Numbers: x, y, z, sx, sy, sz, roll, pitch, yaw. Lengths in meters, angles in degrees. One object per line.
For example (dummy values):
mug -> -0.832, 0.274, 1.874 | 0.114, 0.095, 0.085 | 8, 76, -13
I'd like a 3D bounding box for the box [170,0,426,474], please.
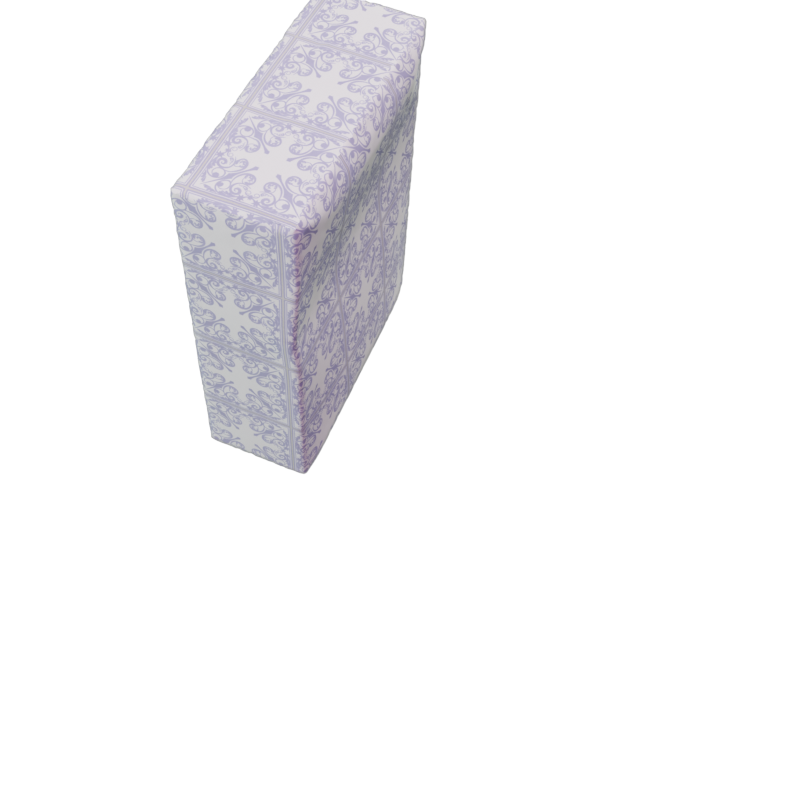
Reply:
box -> -0.047, -0.086, 0.605 | 0.074, 0.171, 0.200 | 19, -35, 9
